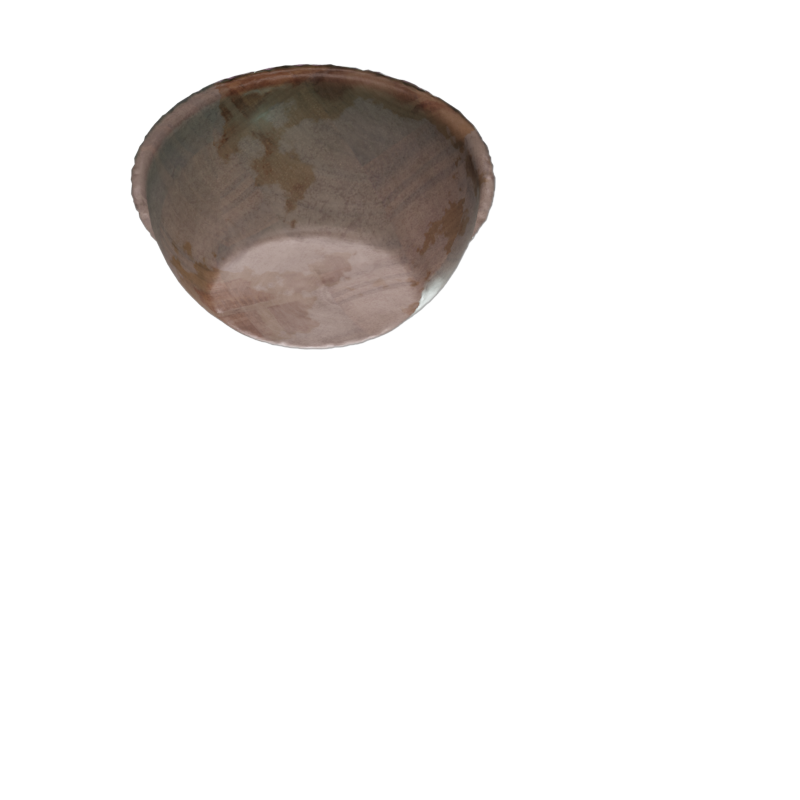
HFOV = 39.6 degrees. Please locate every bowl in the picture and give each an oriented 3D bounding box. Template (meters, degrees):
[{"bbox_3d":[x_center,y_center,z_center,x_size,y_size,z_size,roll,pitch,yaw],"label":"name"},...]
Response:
[{"bbox_3d":[-0.038,-0.068,0.479,0.162,0.059,0.152,1,-31,-2],"label":"bowl"}]
